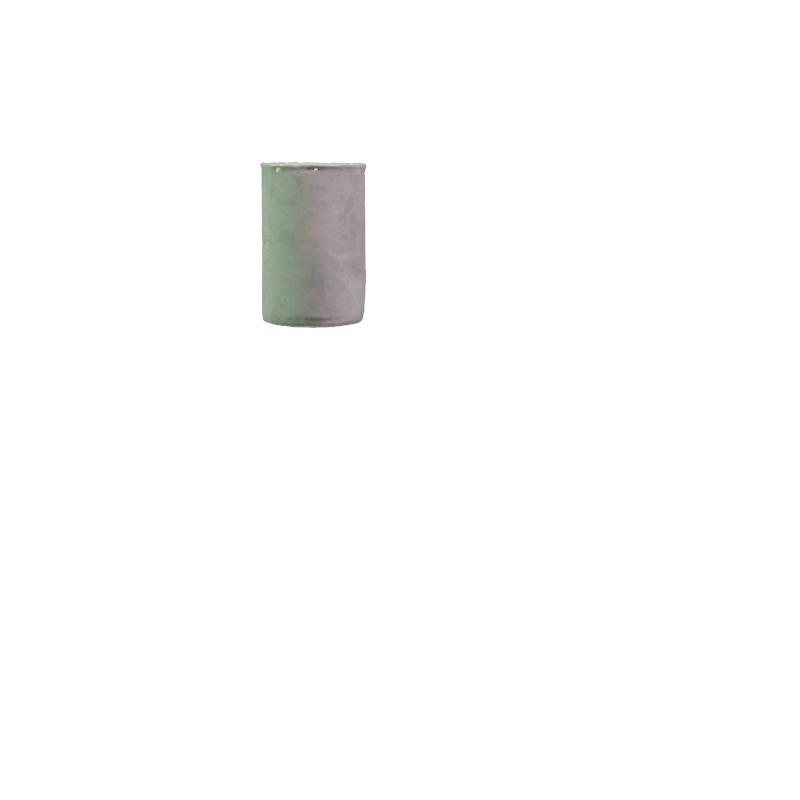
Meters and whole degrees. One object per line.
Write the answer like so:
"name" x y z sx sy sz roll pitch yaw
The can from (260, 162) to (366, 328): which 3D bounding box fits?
"can" -0.056 -0.102 0.715 0.068 0.101 0.070 0 8 -2
